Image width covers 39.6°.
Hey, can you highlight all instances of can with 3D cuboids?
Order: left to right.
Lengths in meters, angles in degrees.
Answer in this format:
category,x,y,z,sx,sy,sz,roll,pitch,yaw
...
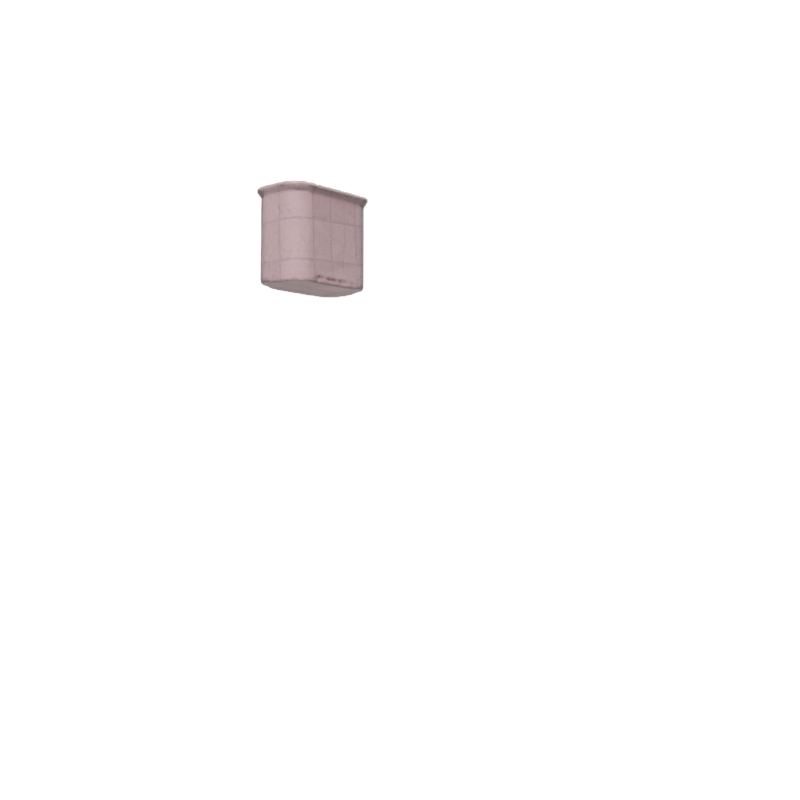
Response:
category,x,y,z,sx,sy,sz,roll,pitch,yaw
can,-0.075,-0.136,0.954,0.059,0.086,0.097,-8,-10,40
